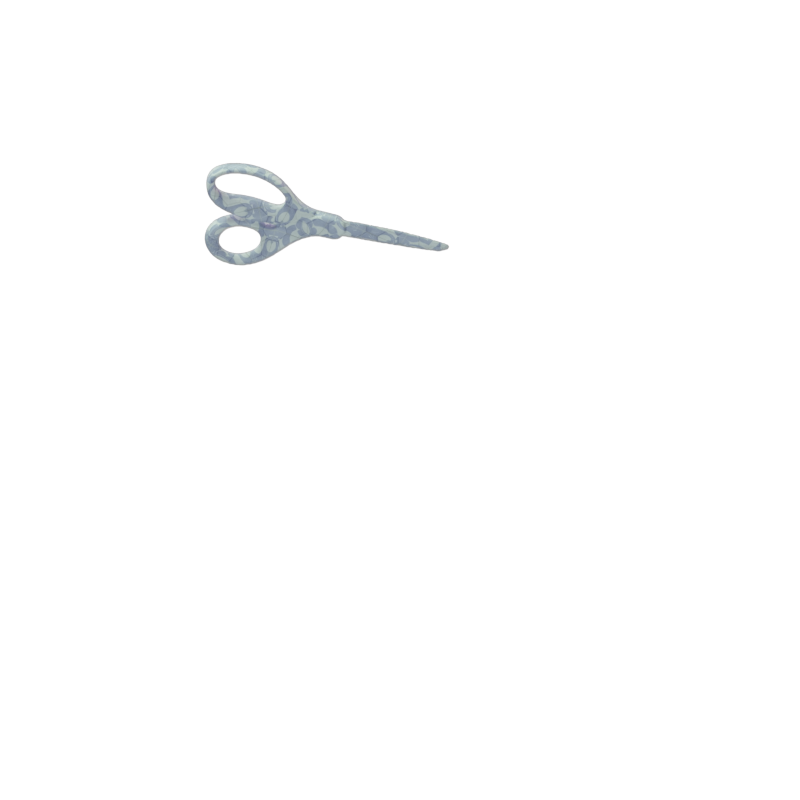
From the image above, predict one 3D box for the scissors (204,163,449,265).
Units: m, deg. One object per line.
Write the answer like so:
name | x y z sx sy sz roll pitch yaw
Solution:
scissors | -0.071 -0.129 0.901 0.196 0.093 0.017 24 29 -14
